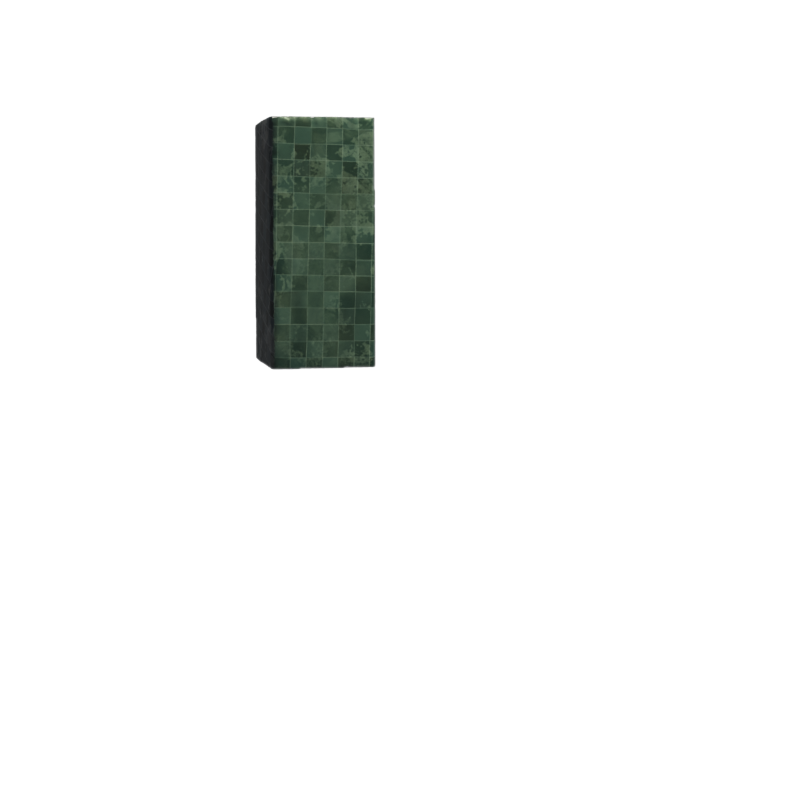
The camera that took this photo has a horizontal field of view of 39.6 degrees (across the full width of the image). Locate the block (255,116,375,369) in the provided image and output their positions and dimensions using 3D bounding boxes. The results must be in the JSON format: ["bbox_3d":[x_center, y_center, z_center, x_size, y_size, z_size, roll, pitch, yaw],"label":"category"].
[{"bbox_3d":[-0.074,-0.135,0.947,0.089,0.206,0.092,0,2,-14],"label":"block"}]
